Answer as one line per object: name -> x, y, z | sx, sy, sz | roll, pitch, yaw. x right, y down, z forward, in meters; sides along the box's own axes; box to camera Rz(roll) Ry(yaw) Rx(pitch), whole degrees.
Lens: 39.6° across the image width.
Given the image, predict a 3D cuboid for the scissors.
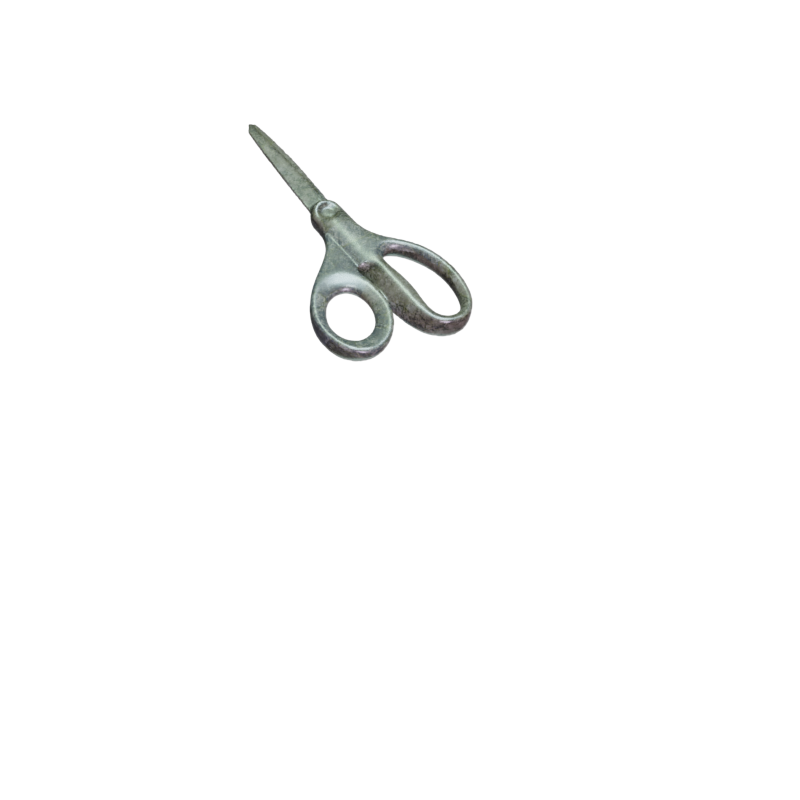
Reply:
scissors -> -0.050, -0.091, 0.639 | 0.214, 0.015, 0.097 | 37, 59, 27
